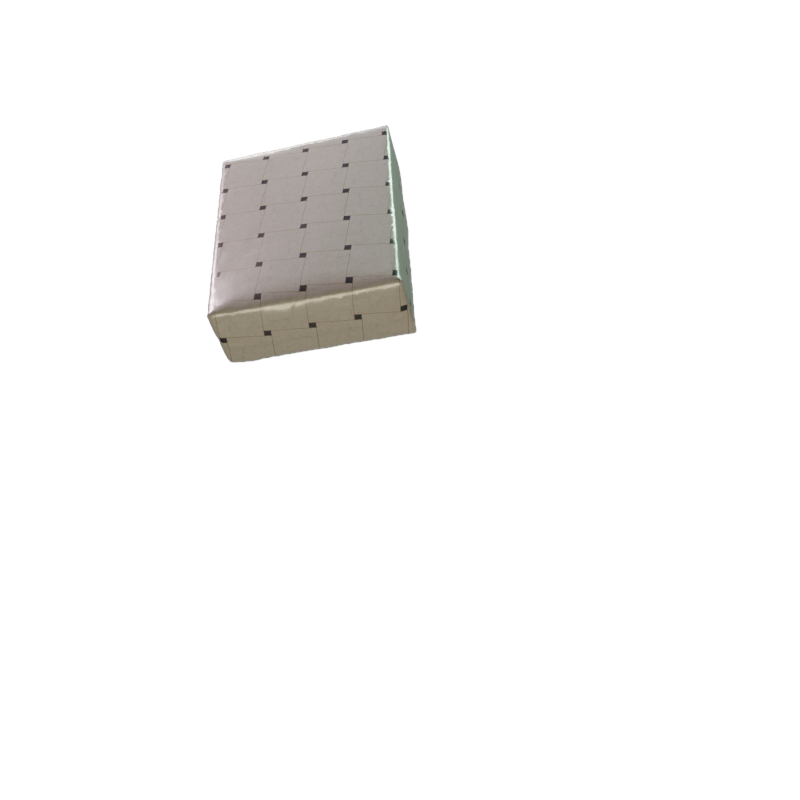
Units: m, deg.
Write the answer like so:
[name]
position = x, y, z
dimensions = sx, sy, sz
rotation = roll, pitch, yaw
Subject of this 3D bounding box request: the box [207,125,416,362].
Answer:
[box]
position = -0.077, -0.140, 0.981
dimensions = 0.165, 0.230, 0.066
rotation = -11, -46, 8
